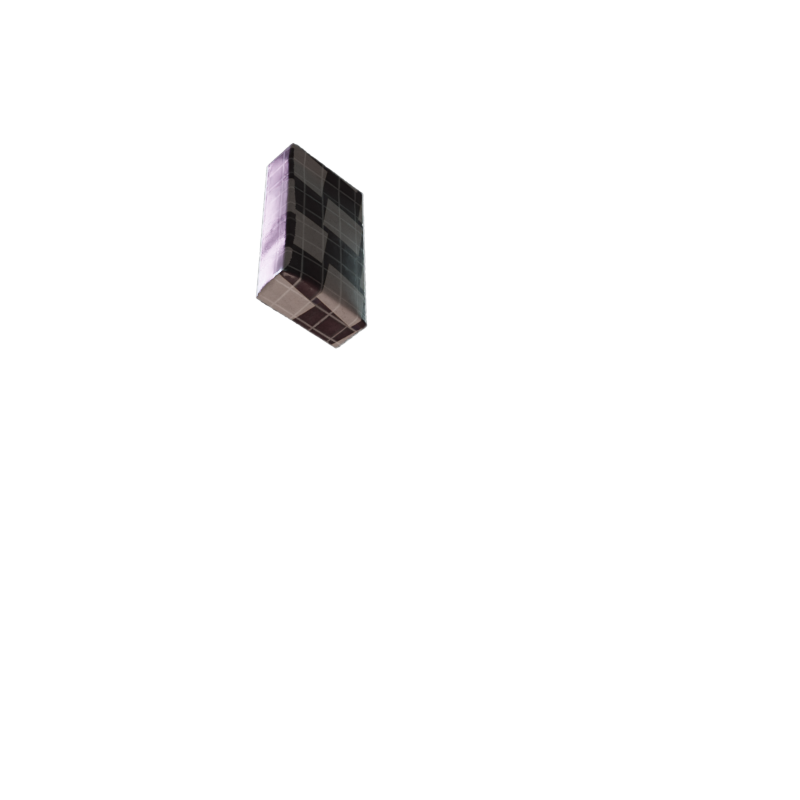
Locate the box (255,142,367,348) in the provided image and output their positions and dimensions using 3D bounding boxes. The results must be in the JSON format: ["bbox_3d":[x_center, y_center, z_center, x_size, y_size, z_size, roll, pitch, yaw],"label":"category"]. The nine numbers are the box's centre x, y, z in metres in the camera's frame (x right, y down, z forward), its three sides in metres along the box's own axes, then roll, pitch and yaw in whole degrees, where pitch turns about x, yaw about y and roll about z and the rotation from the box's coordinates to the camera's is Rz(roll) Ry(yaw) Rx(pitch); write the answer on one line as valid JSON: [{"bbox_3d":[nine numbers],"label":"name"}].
[{"bbox_3d":[-0.076,-0.139,0.973,0.088,0.189,0.047,32,-56,-29],"label":"box"}]
